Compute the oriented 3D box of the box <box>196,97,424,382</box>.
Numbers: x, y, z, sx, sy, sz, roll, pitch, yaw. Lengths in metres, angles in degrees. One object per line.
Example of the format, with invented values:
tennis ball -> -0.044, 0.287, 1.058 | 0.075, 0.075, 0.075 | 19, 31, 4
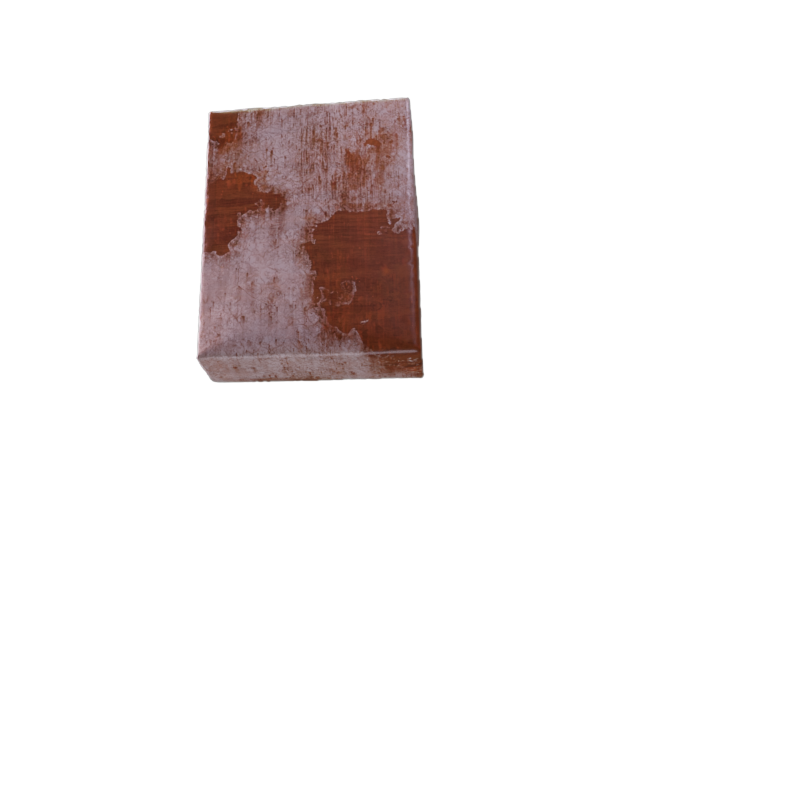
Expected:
box -> -0.067, -0.123, 0.861 | 0.165, 0.226, 0.067 | -3, -25, 5
